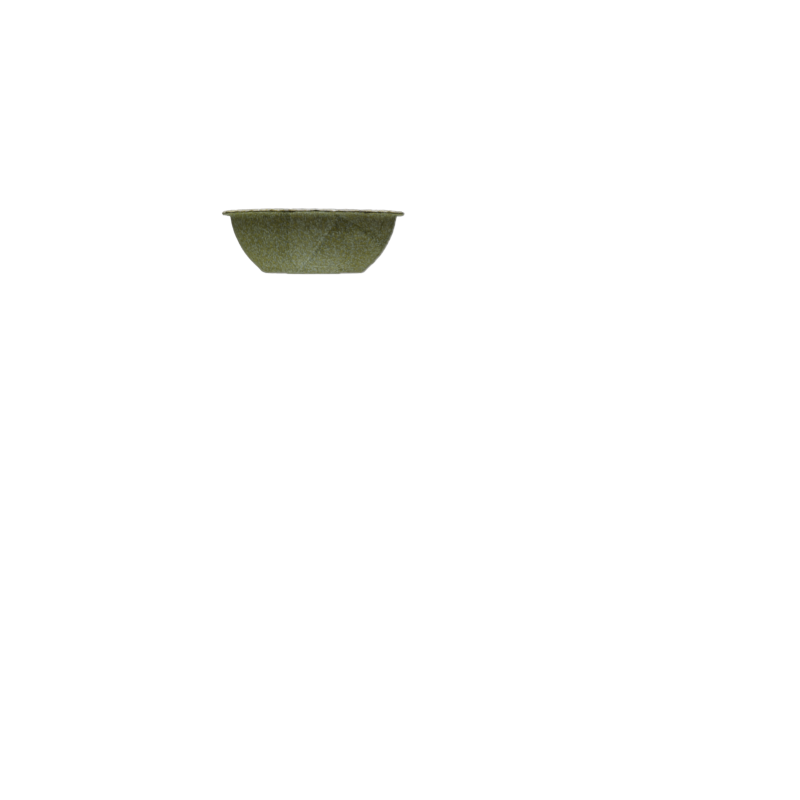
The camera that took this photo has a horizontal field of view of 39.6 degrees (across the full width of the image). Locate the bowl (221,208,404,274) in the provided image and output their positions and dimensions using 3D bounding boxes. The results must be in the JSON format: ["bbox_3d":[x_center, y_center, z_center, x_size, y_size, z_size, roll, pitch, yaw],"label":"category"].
[{"bbox_3d":[-0.077,-0.140,0.983,0.162,0.055,0.164,0,7,-2],"label":"bowl"}]
